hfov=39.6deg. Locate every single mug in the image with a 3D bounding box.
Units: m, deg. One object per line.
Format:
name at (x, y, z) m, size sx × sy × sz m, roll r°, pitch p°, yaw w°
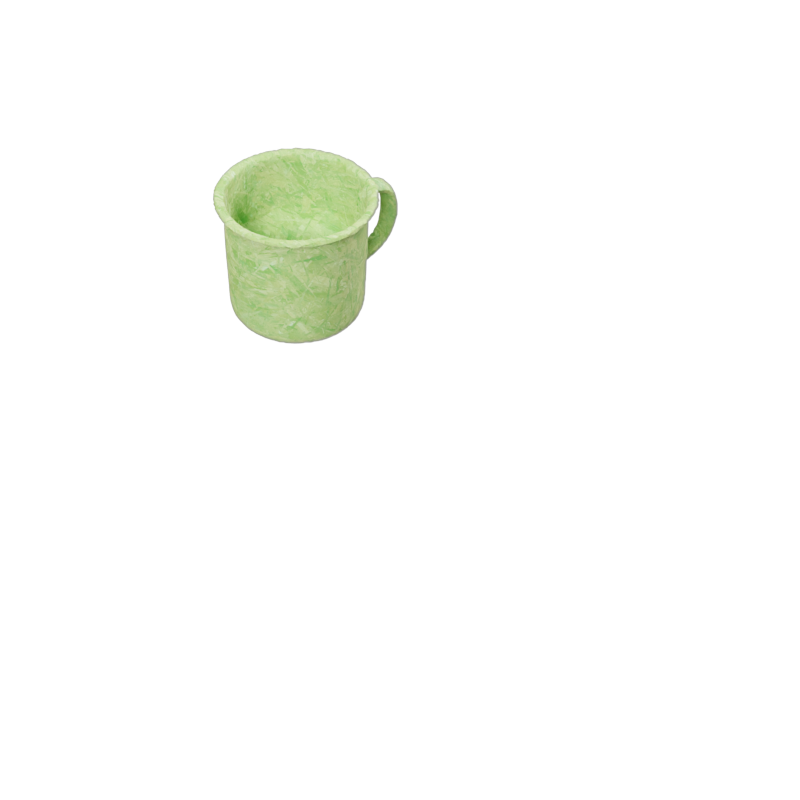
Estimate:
mug at (-0.051, -0.093, 0.651) m, size 0.117 × 0.076 × 0.100 m, roll -28°, pitch 50°, yaw -28°
